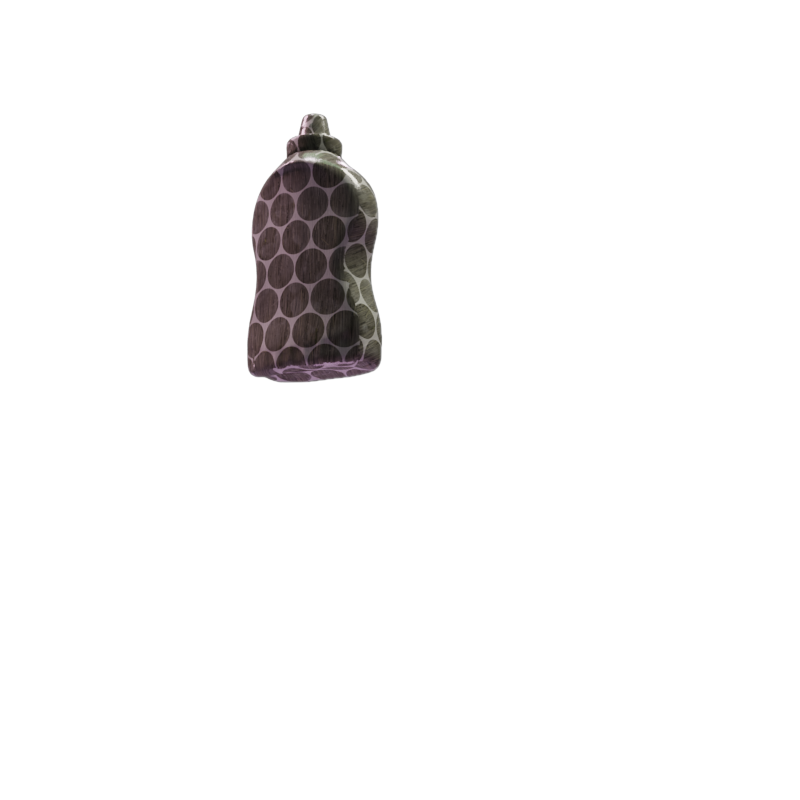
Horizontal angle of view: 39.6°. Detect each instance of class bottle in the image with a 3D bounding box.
[{"bbox_3d":[-0.061,-0.112,0.788,0.098,0.199,0.055,-11,-18,33],"label":"bottle"}]
